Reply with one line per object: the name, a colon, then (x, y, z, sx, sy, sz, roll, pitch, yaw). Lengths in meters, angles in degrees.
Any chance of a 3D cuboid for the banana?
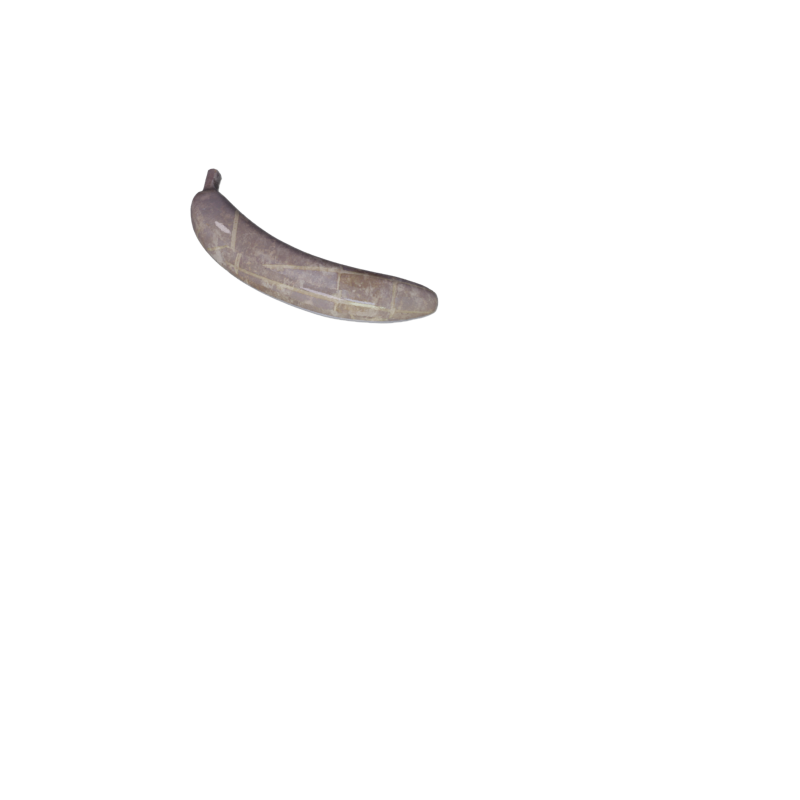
banana: (-0.072, -0.096, 0.742, 0.207, 0.071, 0.034, 32, -27, 19)
